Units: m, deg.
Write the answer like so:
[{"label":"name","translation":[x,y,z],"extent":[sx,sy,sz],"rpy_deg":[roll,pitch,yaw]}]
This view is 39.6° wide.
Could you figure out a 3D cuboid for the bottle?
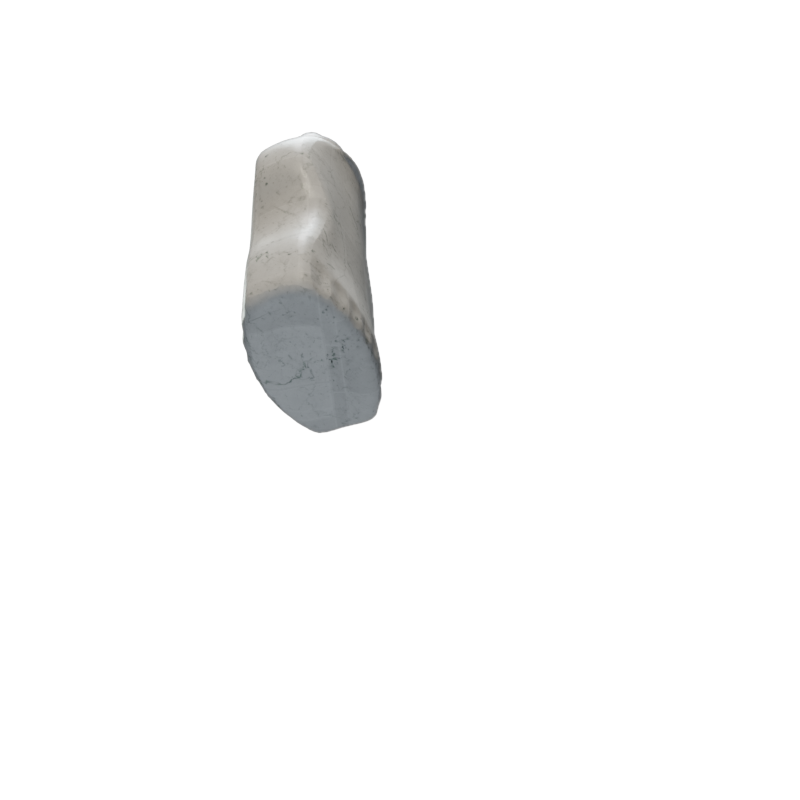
[{"label":"bottle","translation":[-0.046,-0.083,0.584],"extent":[0.059,0.089,0.206],"rpy_deg":[-18,41,12]}]
